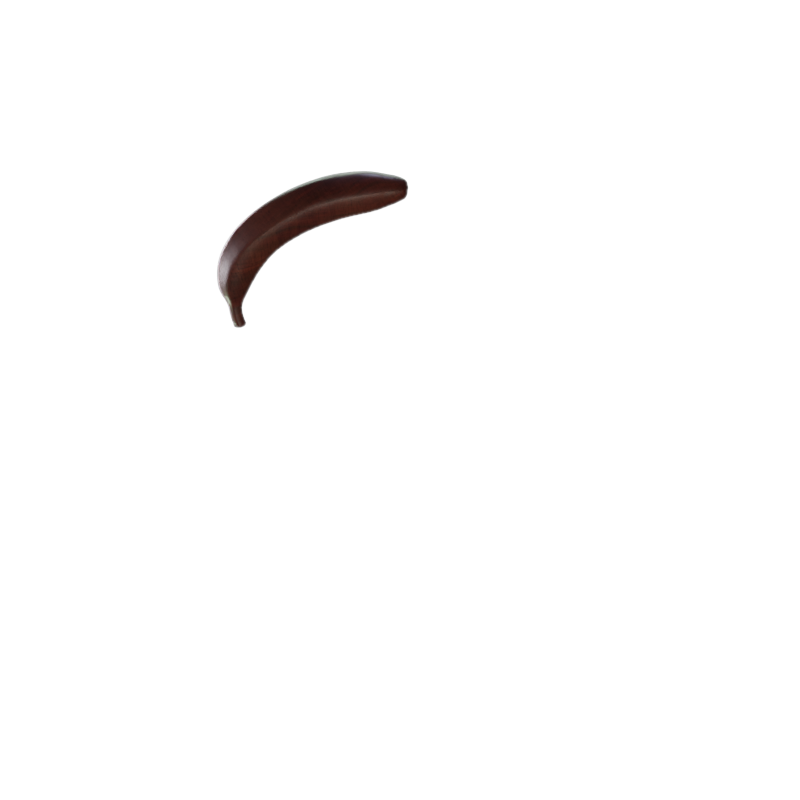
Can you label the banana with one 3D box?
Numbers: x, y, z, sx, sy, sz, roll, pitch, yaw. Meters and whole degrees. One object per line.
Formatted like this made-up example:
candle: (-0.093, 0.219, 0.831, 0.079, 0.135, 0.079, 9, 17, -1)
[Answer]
banana: (-0.087, -0.139, 0.913, 0.196, 0.039, 0.065, -35, -60, 23)
